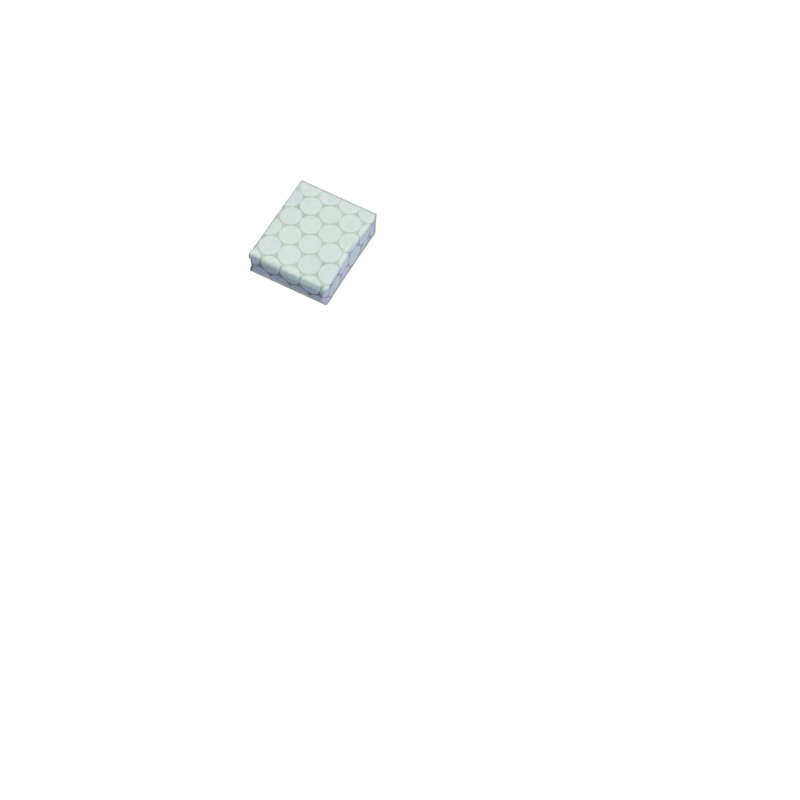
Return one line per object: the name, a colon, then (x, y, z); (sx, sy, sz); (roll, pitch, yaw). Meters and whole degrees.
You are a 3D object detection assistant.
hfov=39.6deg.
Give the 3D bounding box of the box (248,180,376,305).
box: (-0.071, -0.130, 0.912); (0.076, 0.092, 0.028); (25, -30, 14)
